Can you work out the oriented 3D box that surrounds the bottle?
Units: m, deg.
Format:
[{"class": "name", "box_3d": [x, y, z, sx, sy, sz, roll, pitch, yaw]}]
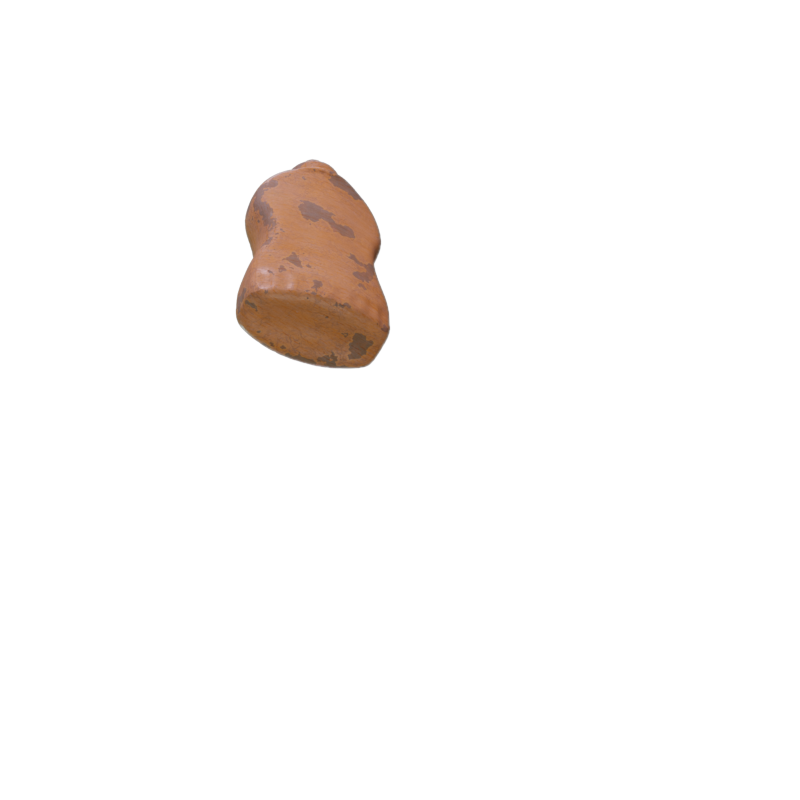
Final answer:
[{"class": "bottle", "box_3d": [-0.060, -0.108, 0.761, 0.093, 0.056, 0.206, 15, 38, -16]}]
